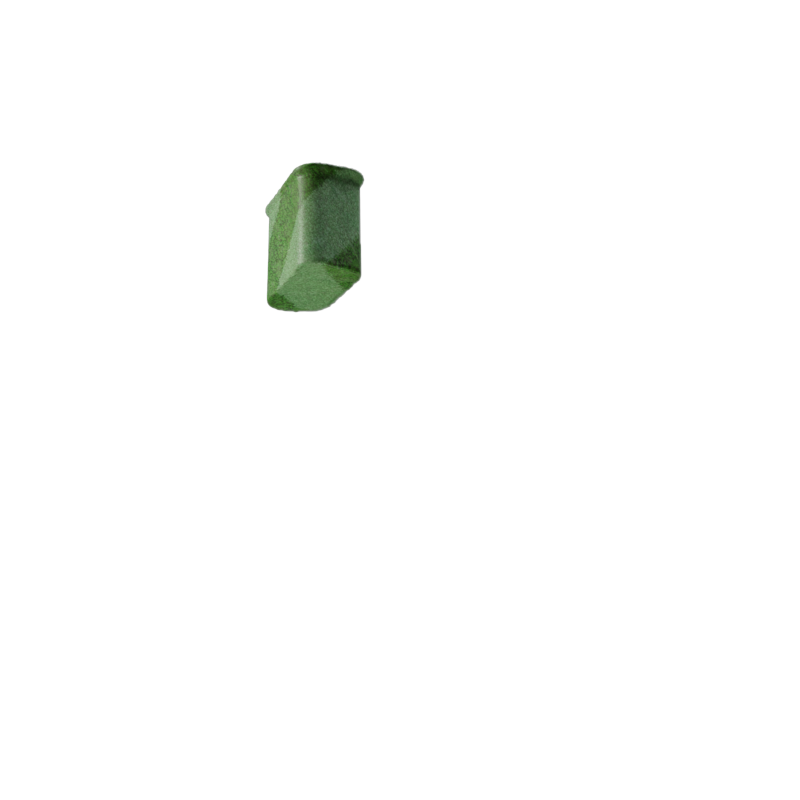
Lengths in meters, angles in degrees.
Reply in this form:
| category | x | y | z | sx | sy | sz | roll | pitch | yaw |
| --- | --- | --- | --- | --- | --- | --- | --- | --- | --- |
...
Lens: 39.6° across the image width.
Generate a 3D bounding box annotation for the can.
| category | x | y | z | sx | sy | sz | roll | pitch | yaw |
| --- | --- | --- | --- | --- | --- | --- | --- | --- | --- |
| can | -0.068 | -0.123 | 0.862 | 0.056 | 0.088 | 0.100 | 8 | -22 | -23 |
